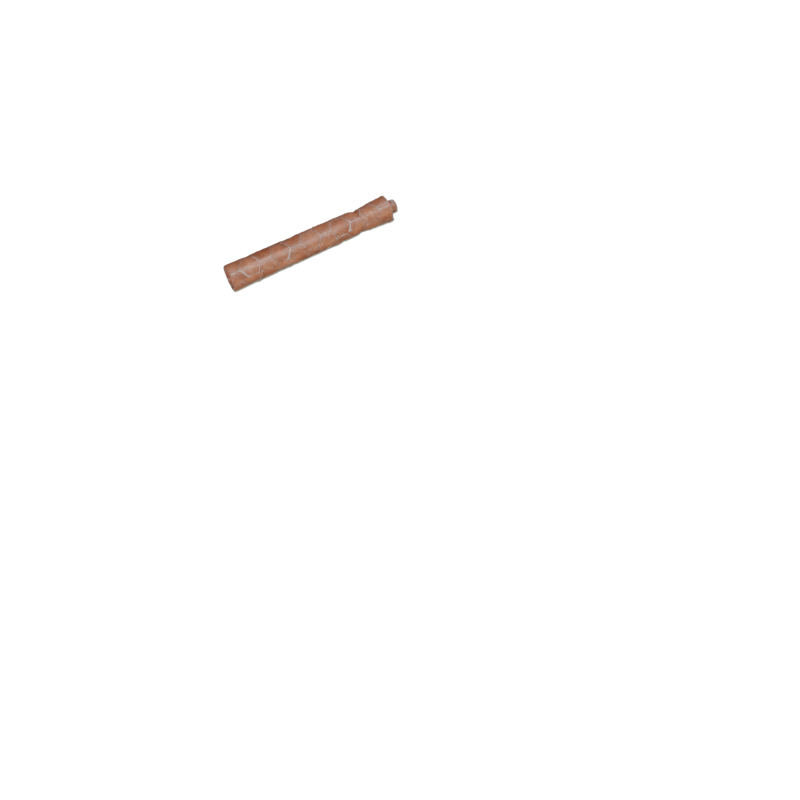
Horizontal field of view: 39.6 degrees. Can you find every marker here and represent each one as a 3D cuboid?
[{"bbox_3d":[-0.056,-0.103,0.722,0.121,0.019,0.020,-26,10,-11],"label":"marker"}]
